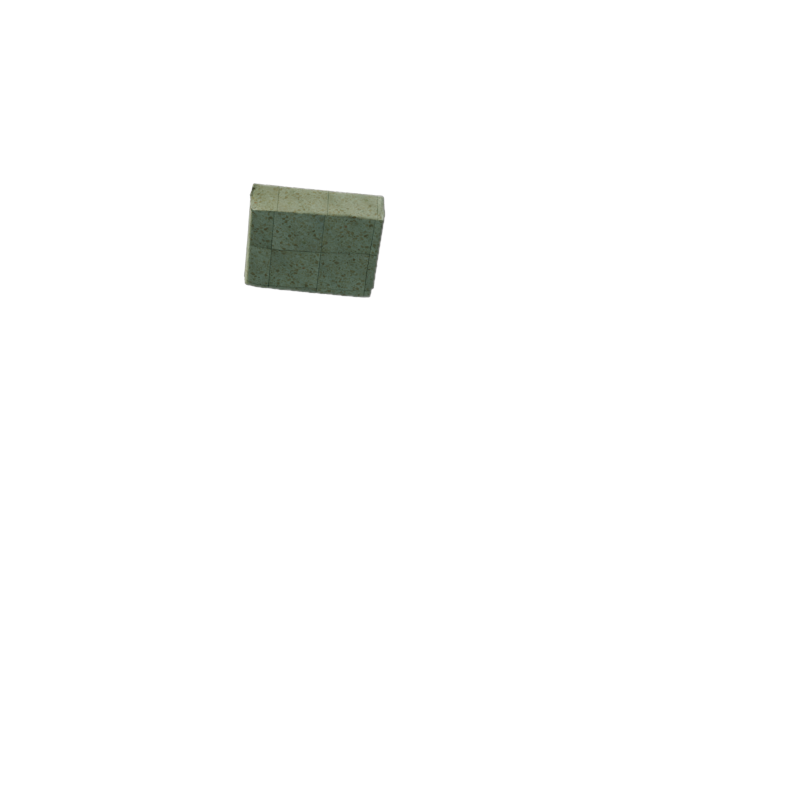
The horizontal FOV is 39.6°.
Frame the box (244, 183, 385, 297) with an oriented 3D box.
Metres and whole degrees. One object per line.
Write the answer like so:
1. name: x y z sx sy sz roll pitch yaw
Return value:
1. box: -0.074 -0.134 0.939 0.113 0.084 0.042 5 44 -5
